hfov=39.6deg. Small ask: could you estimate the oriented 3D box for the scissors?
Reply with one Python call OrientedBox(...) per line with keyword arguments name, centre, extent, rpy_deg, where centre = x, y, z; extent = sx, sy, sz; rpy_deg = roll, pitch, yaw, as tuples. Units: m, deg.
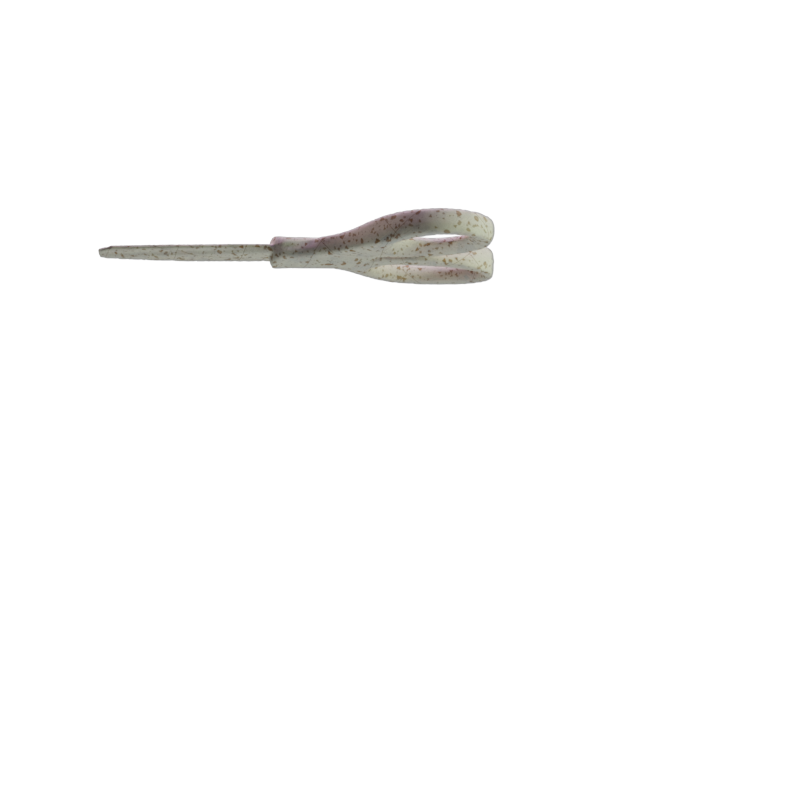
OrientedBox(name="scissors", centre=(-0.043, -0.078, 0.546), extent=(0.197, 0.016, 0.095), rpy_deg=(3, -13, -15))
